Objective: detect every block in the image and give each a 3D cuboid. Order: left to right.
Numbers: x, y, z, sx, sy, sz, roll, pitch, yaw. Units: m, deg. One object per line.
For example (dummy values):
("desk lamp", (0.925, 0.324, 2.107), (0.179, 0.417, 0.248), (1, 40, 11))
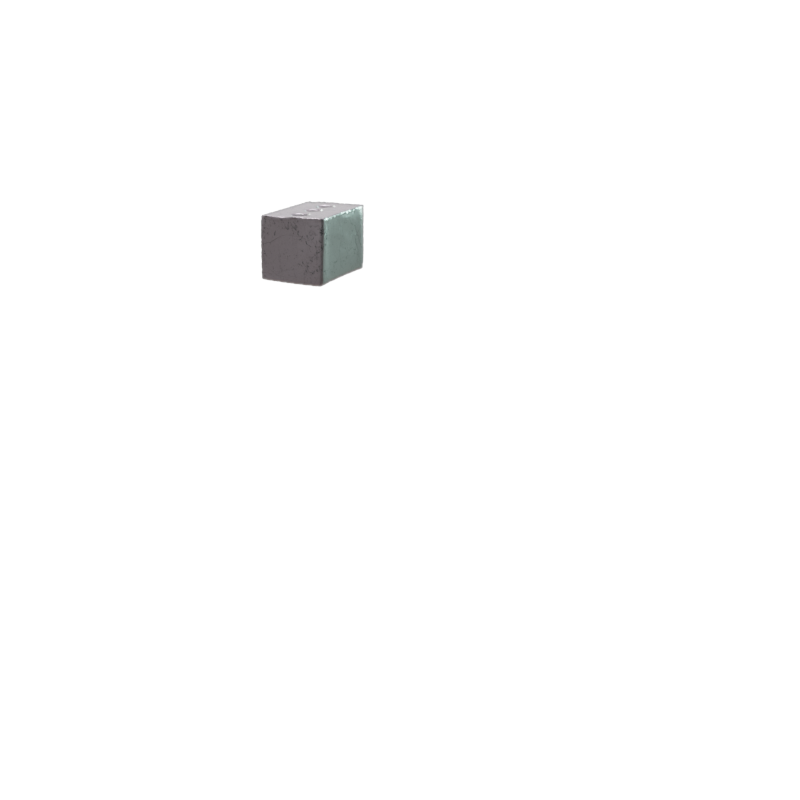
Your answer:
("block", (-0.067, -0.122, 0.855), (0.054, 0.050, 0.078), (7, 17, 22))
